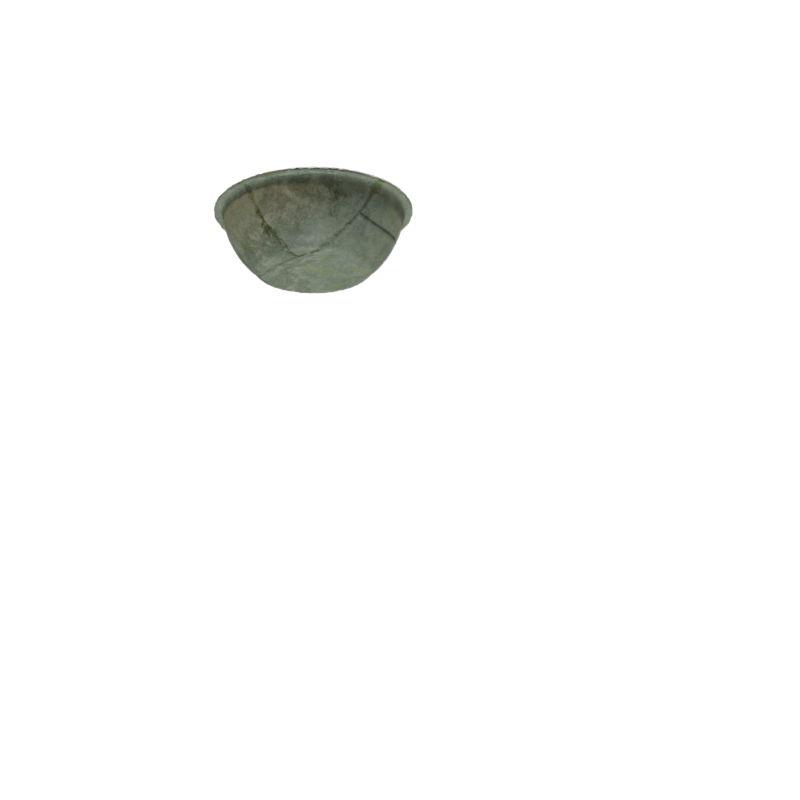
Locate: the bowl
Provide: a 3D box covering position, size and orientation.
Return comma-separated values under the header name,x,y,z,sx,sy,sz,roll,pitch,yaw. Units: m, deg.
name,x,y,z,sx,sy,sz,roll,pitch,yaw
bowl,-0.070,-0.127,0.893,0.162,0.058,0.155,0,-18,-2
